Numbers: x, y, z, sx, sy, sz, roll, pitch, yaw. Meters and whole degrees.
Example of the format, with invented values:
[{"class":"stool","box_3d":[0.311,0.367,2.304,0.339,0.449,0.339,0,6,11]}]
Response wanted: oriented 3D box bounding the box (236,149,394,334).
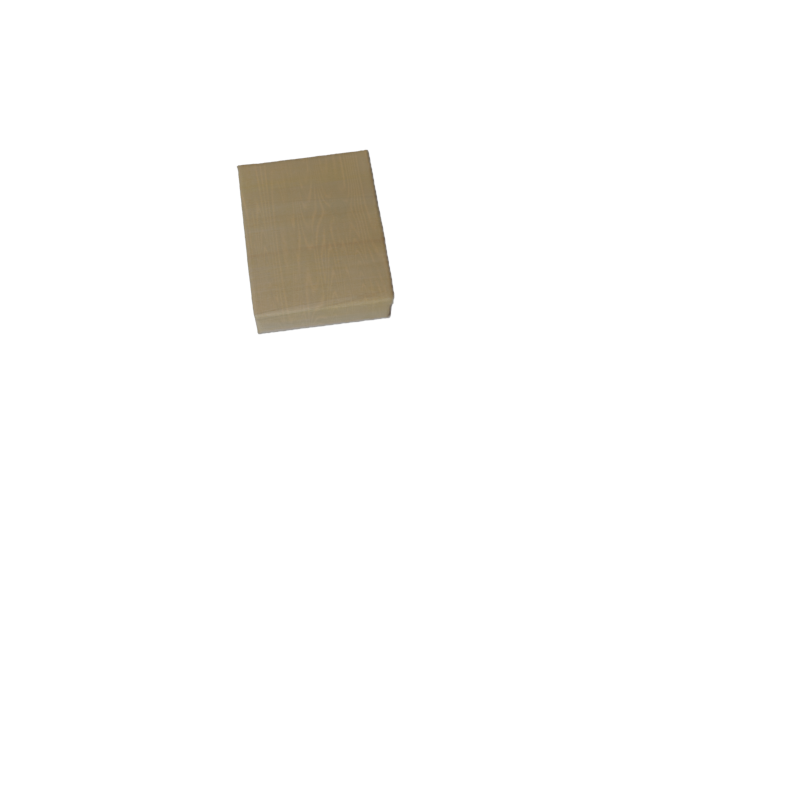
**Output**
[{"class":"box","box_3d":[-0.057,-0.104,0.731,0.089,0.120,0.037,-8,-25,-4]}]
